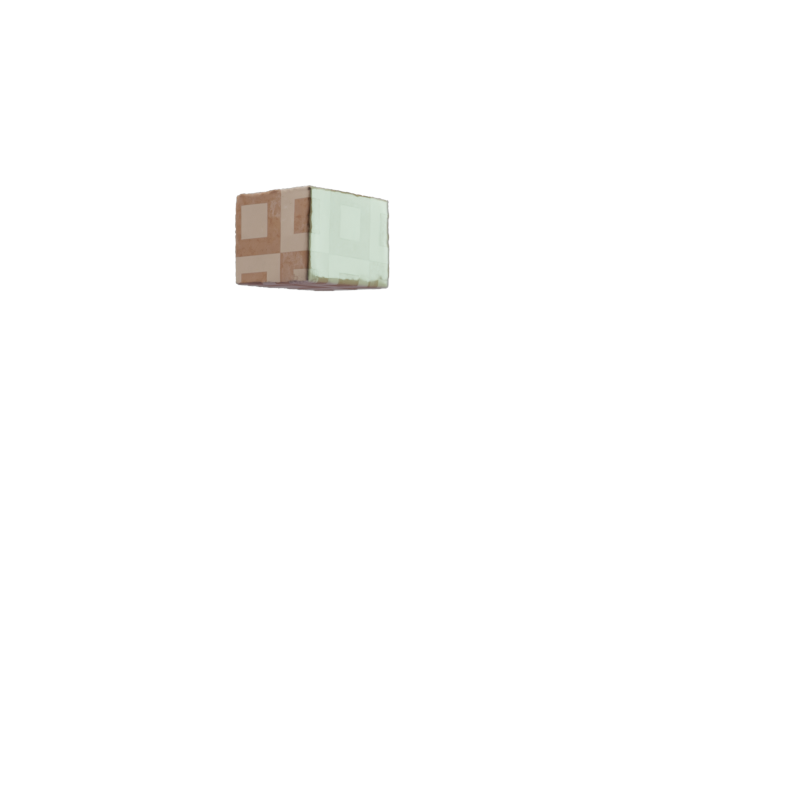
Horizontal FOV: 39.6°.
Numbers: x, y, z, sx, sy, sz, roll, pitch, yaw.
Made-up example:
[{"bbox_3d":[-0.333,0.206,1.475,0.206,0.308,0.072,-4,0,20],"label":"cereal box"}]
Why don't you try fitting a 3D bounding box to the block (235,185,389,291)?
[{"bbox_3d":[-0.048,-0.088,0.619,0.054,0.052,0.075,-1,0,35],"label":"block"}]
